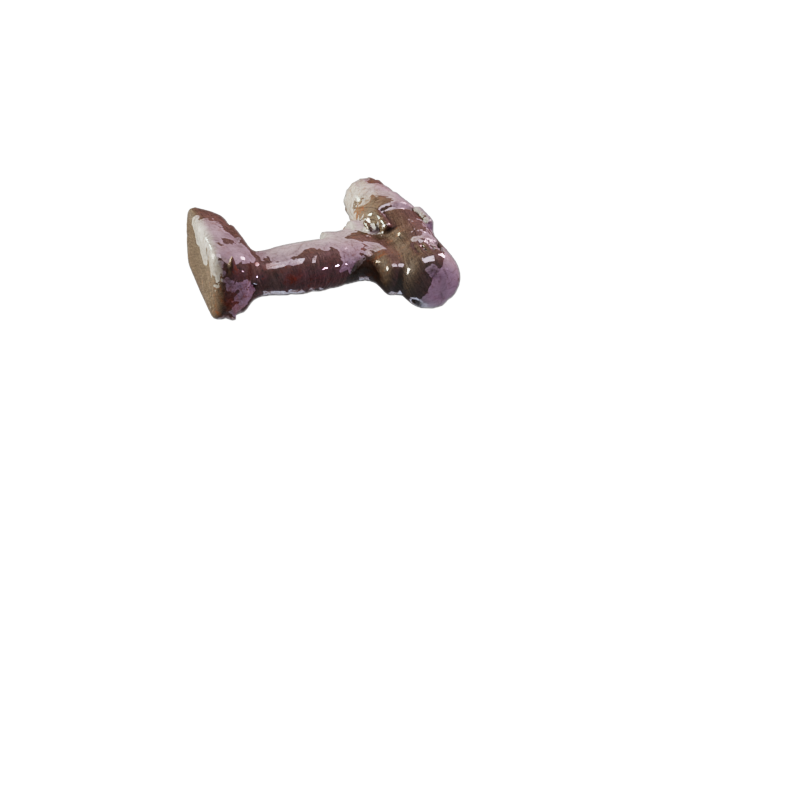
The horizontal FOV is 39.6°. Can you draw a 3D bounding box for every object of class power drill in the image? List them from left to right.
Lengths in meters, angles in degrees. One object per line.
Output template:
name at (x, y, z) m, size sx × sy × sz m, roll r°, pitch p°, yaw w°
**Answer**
power drill at (-0.067, -0.123, 0.859) m, size 0.185 × 0.054 × 0.198 m, roll -9°, pitch 31°, yaw -16°
